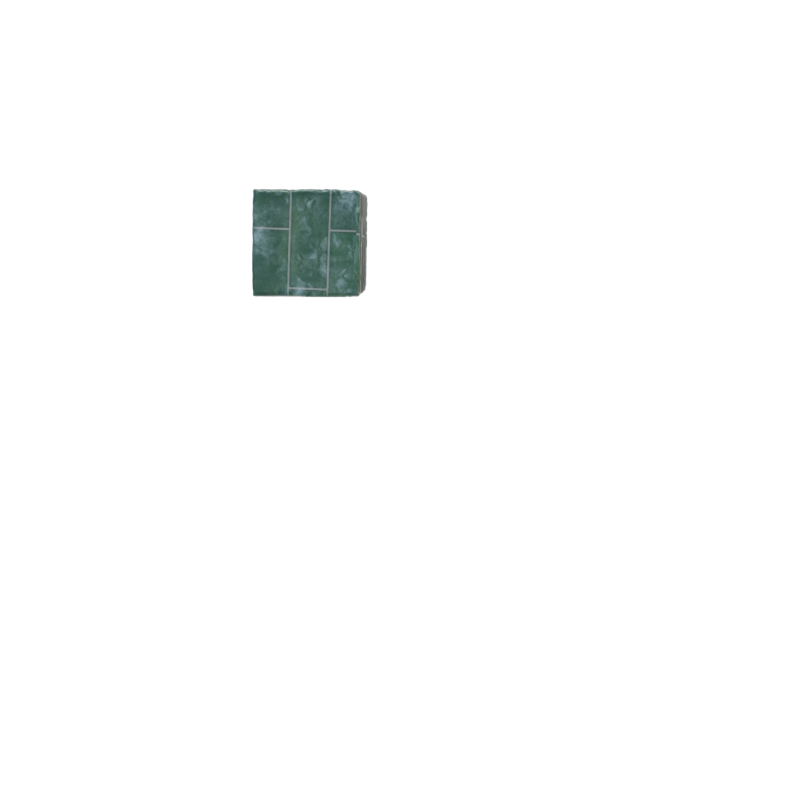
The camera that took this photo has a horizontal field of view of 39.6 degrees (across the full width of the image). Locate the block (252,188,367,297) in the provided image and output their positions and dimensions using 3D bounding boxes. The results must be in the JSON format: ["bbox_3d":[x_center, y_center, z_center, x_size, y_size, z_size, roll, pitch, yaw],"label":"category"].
[{"bbox_3d":[-0.044,-0.080,0.559,0.053,0.051,0.078,0,6,1],"label":"block"}]
